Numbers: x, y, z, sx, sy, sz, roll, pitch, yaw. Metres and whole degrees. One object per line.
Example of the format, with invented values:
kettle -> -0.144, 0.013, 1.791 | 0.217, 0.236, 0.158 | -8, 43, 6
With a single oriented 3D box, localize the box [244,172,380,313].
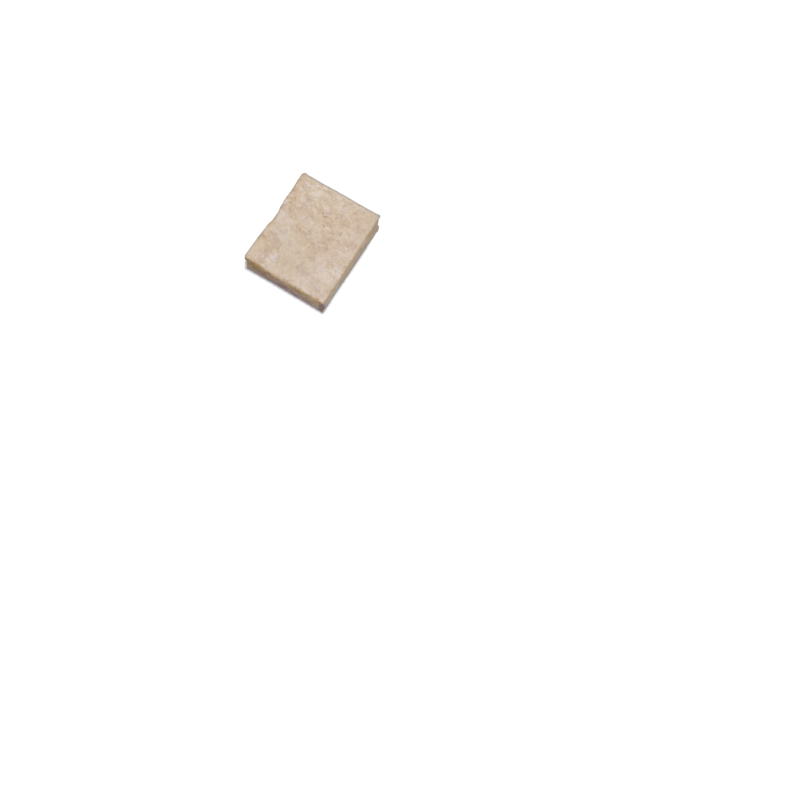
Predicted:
box -> -0.068, -0.125, 0.874 | 0.075, 0.091, 0.029 | 30, -18, 10
